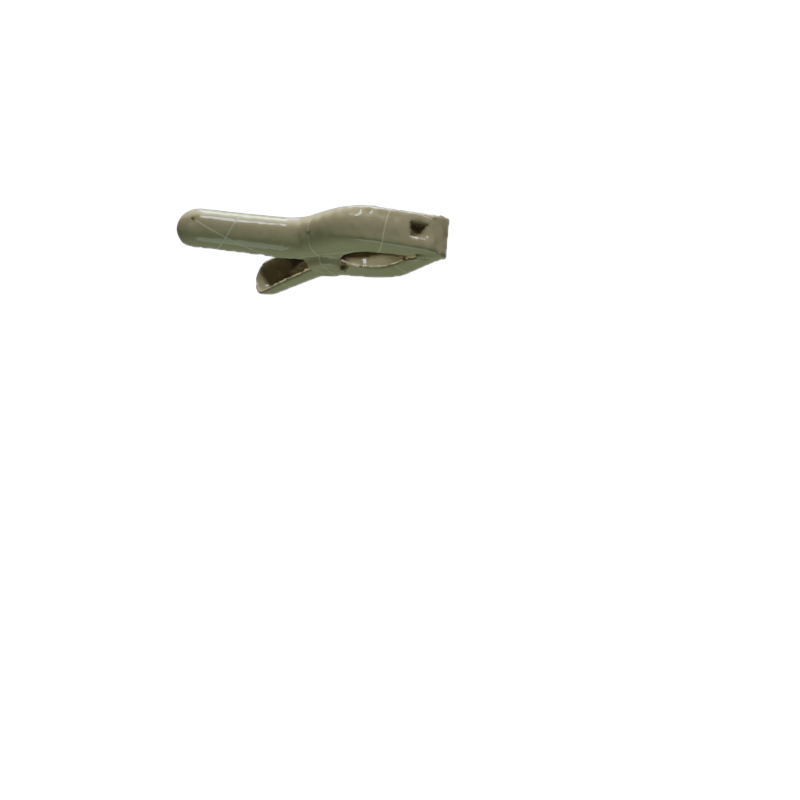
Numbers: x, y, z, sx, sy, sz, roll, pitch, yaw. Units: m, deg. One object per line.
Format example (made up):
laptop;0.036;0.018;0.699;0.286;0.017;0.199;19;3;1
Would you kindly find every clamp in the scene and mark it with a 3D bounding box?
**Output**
clamp;-0.056;-0.103;0.720;0.176;0.040;0.113;-6;-12;32
